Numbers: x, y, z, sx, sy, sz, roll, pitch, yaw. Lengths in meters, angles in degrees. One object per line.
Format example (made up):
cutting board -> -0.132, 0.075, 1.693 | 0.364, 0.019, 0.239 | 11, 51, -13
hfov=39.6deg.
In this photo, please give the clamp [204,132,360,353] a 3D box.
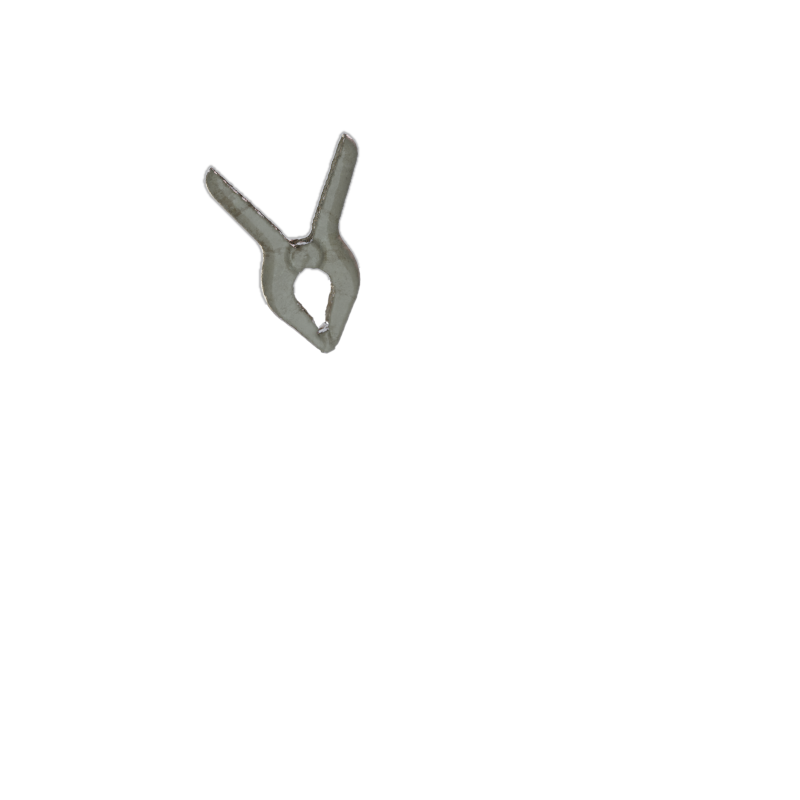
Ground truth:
clamp -> -0.068, -0.124, 0.872 | 0.120, 0.165, 0.041 | -21, 15, 6
